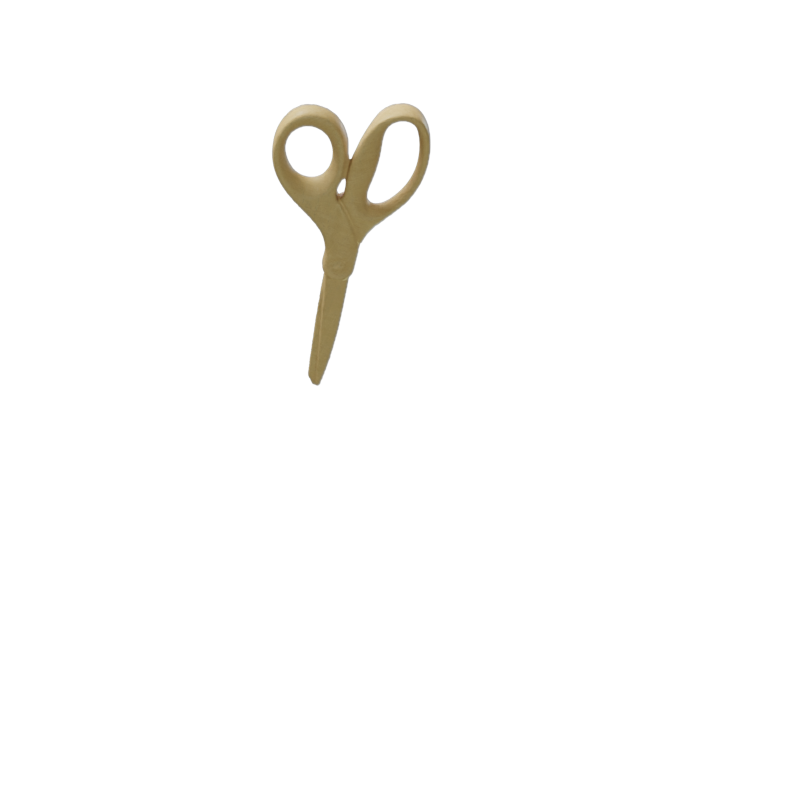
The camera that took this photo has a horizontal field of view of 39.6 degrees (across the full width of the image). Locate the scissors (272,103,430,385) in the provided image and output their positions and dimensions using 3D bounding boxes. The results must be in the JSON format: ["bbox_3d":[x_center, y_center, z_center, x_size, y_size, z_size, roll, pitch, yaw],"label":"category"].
[{"bbox_3d":[-0.051,-0.093,0.650,0.093,0.194,0.017,22,33,-16],"label":"scissors"}]
